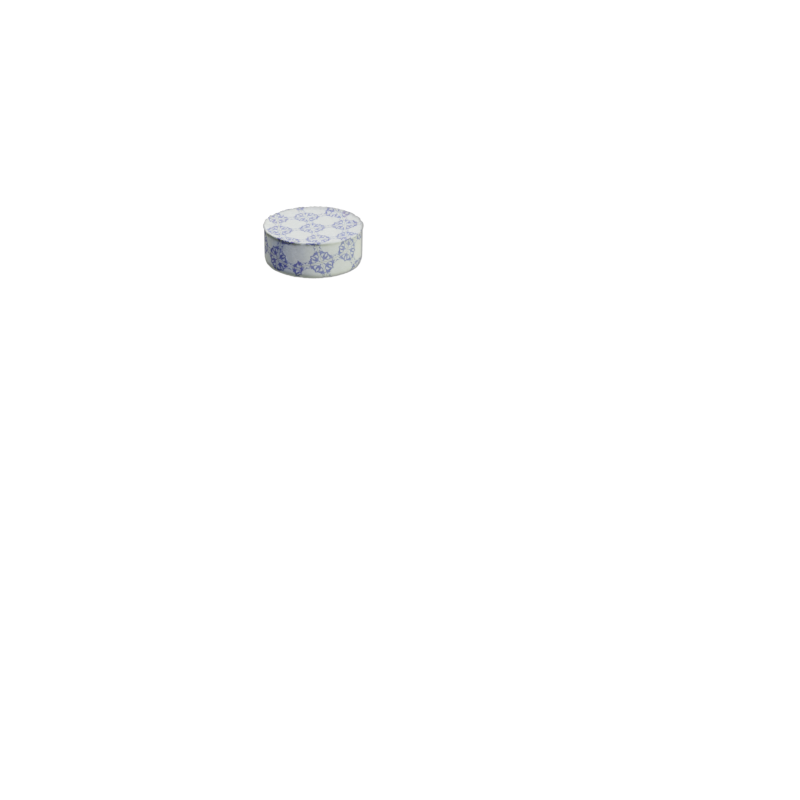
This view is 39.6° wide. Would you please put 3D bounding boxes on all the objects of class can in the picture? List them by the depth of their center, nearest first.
[{"bbox_3d":[-0.075,-0.136,0.953,0.086,0.032,0.091,-1,28,-2],"label":"can"}]
